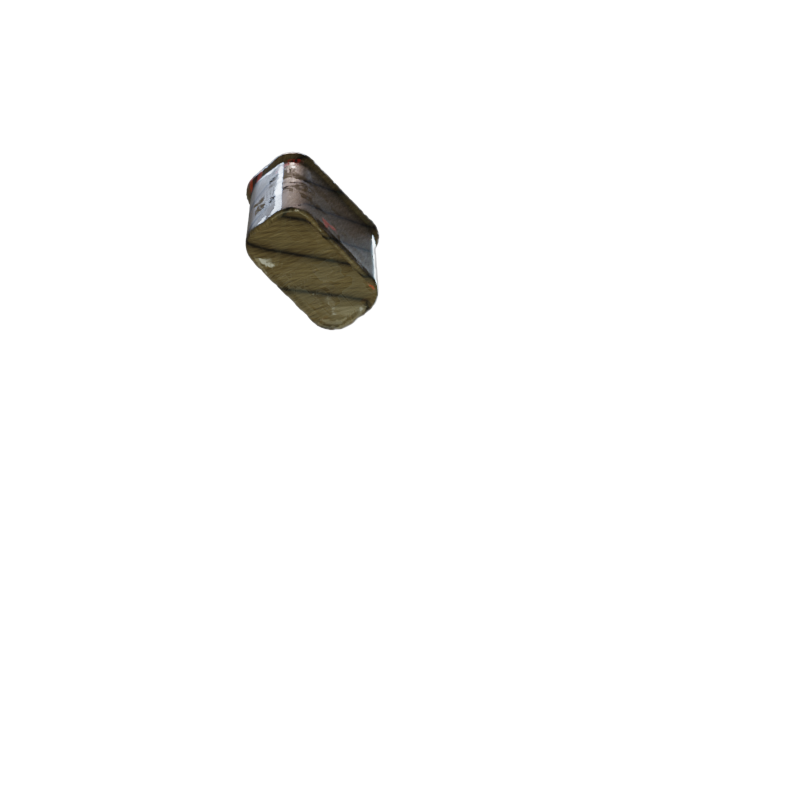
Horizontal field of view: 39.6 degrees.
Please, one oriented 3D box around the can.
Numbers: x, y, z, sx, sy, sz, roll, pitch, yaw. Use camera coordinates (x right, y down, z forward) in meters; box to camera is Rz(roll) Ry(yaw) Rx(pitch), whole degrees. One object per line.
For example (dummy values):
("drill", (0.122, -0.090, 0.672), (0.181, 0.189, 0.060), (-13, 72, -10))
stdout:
("can", (-0.059, -0.108, 0.758), (0.057, 0.096, 0.089), (-37, 26, 19))
